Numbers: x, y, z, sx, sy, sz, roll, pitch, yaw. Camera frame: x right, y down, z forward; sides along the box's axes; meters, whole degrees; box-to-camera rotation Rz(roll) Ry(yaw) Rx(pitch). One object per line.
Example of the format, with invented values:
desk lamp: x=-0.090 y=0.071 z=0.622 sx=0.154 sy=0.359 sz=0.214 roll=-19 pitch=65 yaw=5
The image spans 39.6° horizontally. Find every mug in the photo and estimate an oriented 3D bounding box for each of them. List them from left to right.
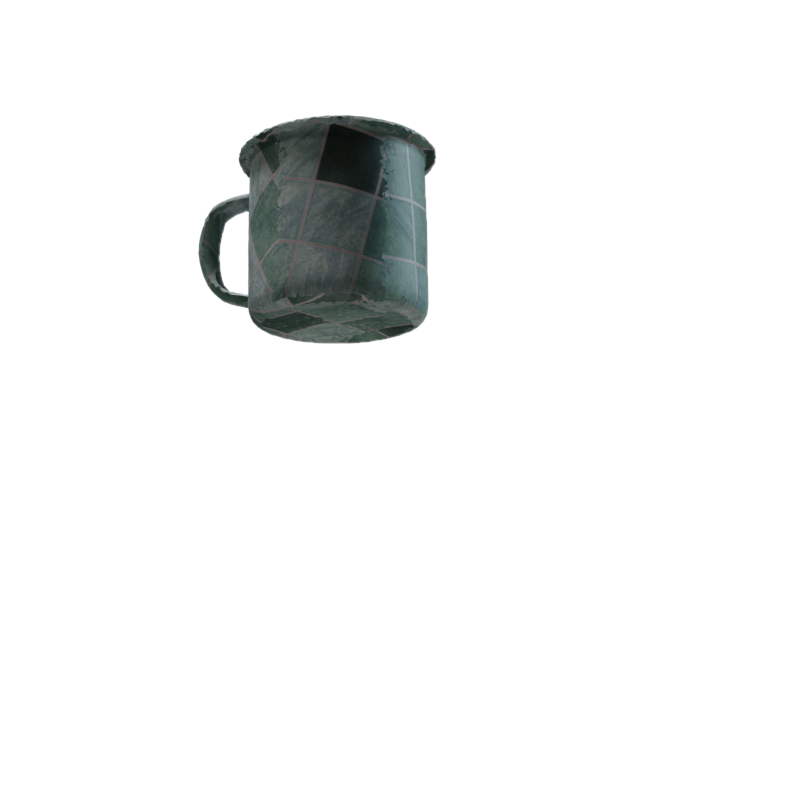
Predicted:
mug: x=-0.040 y=-0.073 z=0.514 sx=0.119 sy=0.085 sz=0.088 roll=-5 pitch=-16 yaw=17
